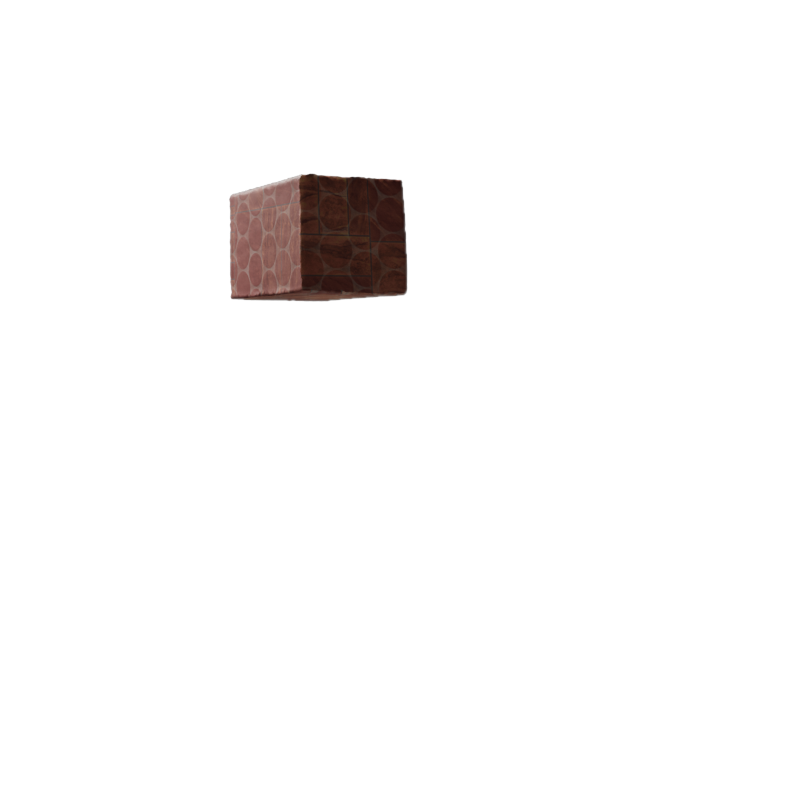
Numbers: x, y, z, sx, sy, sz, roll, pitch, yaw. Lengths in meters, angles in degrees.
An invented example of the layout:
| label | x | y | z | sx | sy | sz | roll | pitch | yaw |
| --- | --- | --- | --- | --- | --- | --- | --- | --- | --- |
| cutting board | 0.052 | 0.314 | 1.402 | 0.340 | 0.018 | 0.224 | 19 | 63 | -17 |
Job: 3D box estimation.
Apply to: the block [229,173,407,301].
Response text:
| label | x | y | z | sx | sy | sz | roll | pitch | yaw |
| --- | --- | --- | --- | --- | --- | --- | --- | --- | --- |
| block | -0.039 | -0.072 | 0.504 | 0.051 | 0.052 | 0.080 | 1 | 0 | -31 |
